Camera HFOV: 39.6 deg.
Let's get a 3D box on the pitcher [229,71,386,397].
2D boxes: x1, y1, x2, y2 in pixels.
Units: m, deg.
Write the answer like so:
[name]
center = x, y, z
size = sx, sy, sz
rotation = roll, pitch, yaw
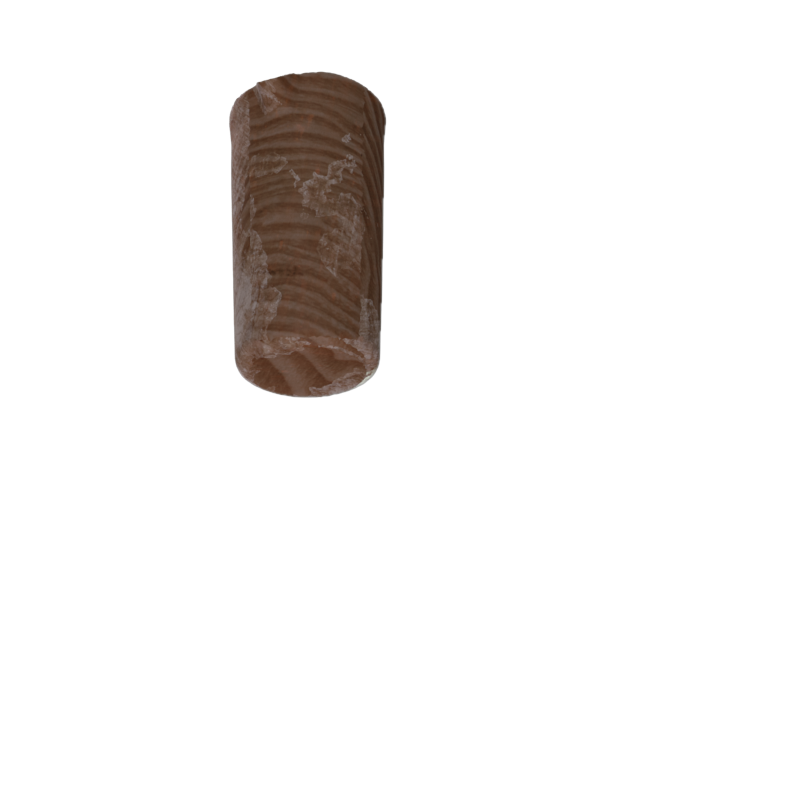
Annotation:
[pitcher]
center = -0.070, -0.127, 0.888
size = 0.144, 0.259, 0.141
rotation = 12, -32, -24
